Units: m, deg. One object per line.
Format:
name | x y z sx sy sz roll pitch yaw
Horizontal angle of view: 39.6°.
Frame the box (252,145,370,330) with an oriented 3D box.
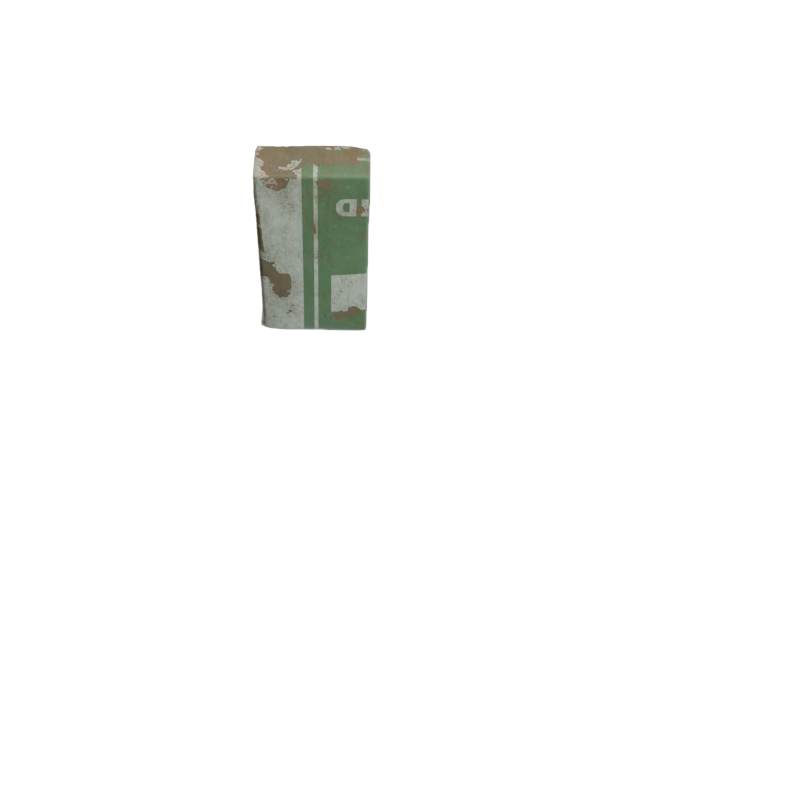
box | -0.072 -0.132 0.922 0.093 0.164 0.051 2 45 -1
